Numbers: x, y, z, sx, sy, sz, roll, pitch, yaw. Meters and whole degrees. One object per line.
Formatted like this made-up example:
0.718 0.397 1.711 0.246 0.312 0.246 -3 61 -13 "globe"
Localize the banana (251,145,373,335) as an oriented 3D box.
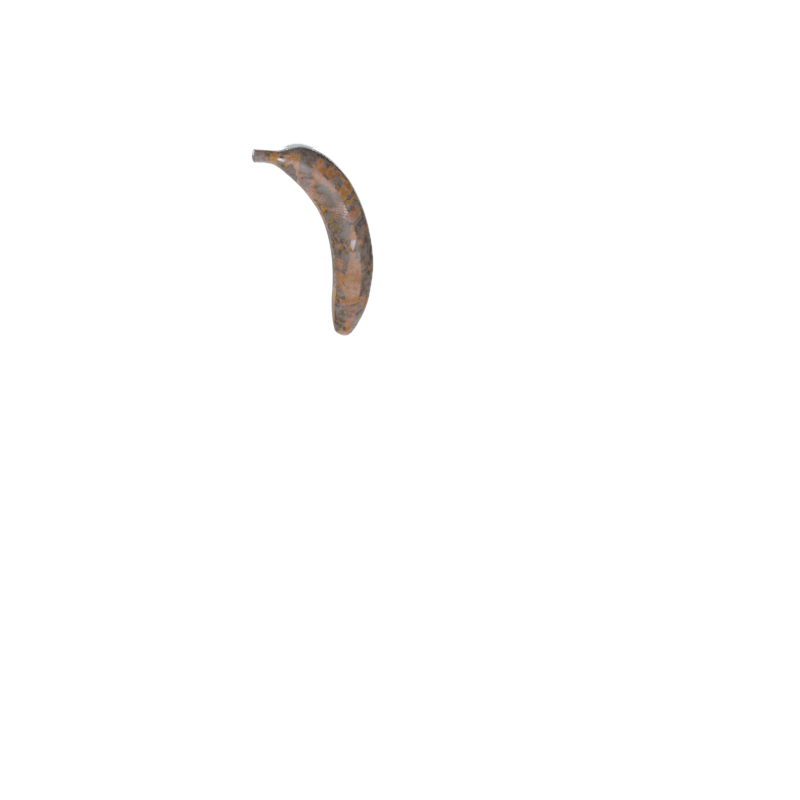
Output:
-0.062 -0.151 0.988 0.070 0.187 0.039 -22 22 9 "banana"
